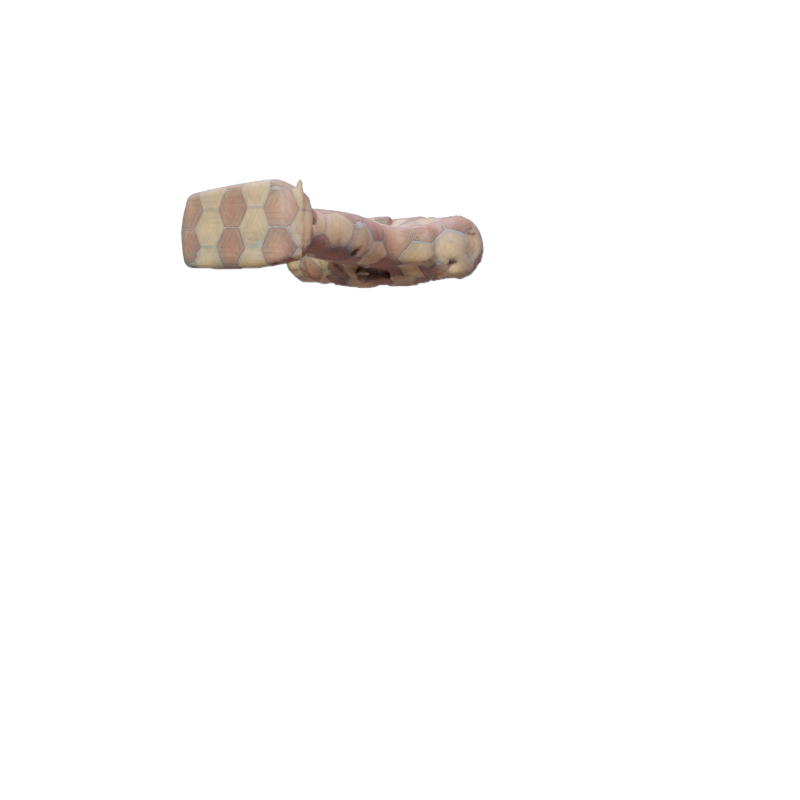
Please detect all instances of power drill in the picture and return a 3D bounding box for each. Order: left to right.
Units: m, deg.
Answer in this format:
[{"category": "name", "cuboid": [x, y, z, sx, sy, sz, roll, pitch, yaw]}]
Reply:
[{"category": "power drill", "cuboid": [-0.062, -0.114, 0.798, 0.191, 0.058, 0.179, 0, 0, 43]}]
